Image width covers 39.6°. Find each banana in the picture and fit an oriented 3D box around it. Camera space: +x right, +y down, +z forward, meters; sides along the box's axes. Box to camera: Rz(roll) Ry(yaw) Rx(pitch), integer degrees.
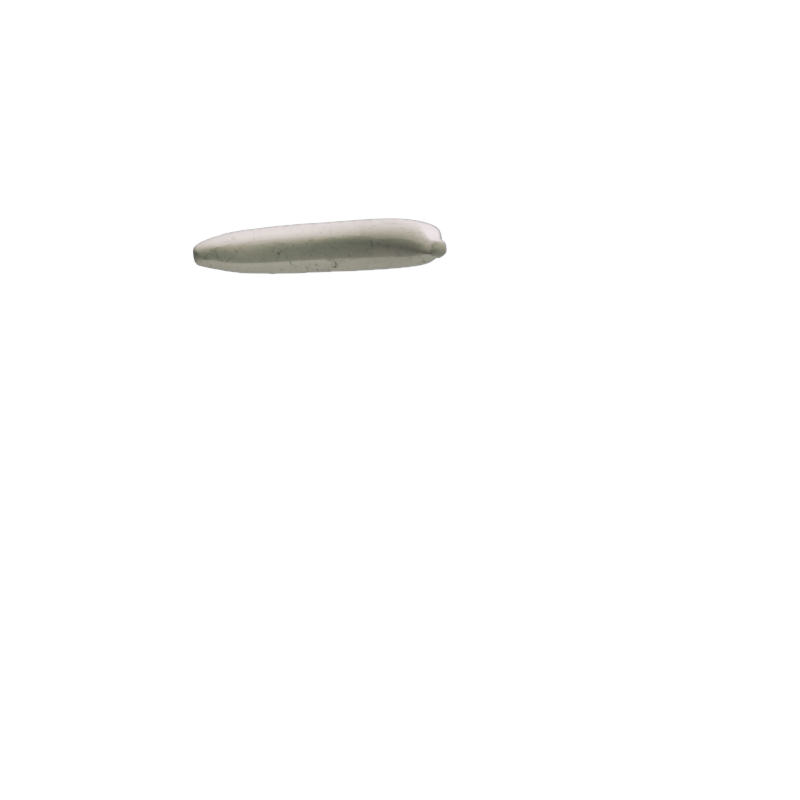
[{"bbox_3d":[-0.051,-0.112,0.798,0.203,0.037,0.067,0,-2,25],"label":"banana"}]
